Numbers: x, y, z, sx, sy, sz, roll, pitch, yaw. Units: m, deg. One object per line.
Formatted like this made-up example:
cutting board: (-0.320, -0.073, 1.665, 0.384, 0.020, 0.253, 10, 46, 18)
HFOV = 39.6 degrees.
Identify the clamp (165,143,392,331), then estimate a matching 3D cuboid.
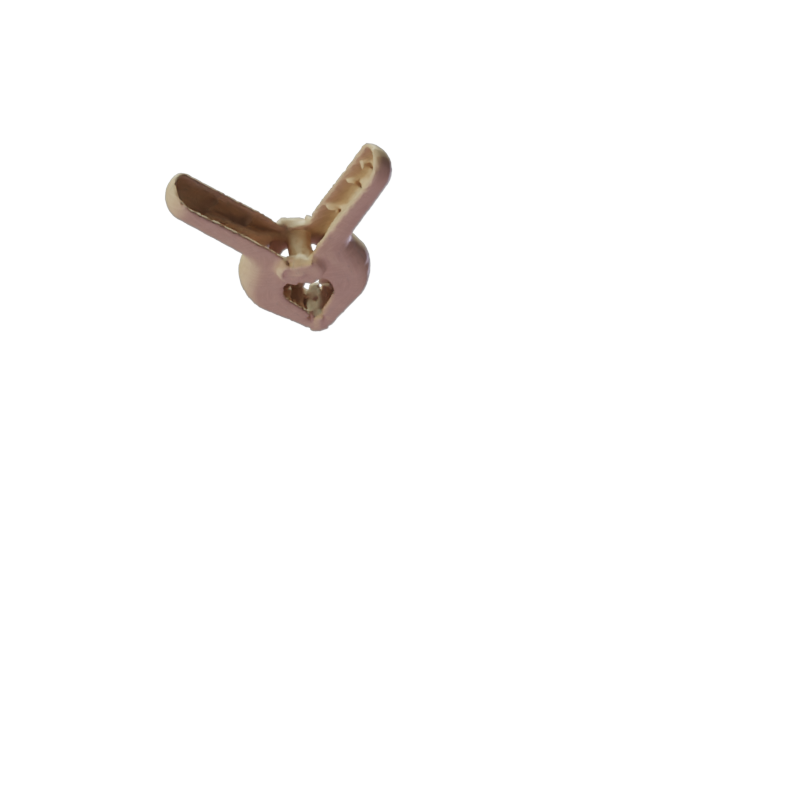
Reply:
clamp: (-0.050, -0.092, 0.641, 0.122, 0.041, 0.160, -6, -22, 14)
